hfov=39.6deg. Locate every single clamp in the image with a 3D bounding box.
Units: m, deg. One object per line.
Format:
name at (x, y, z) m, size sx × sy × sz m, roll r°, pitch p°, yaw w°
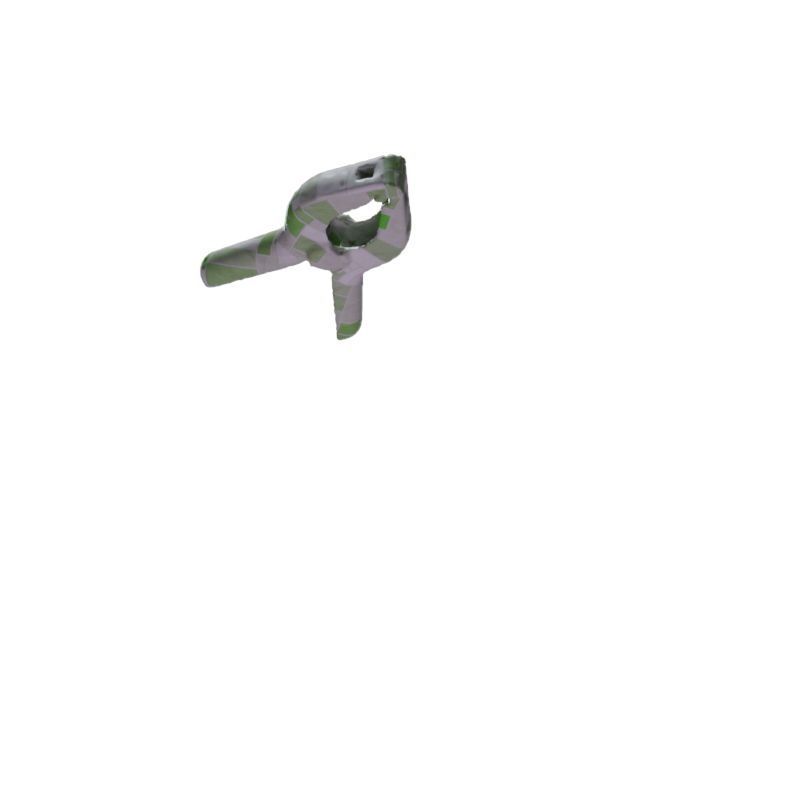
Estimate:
clamp at (-0.056, -0.102, 0.715) m, size 0.117 × 0.042 × 0.165 m, roll 13°, pitch -37°, yaw -18°
